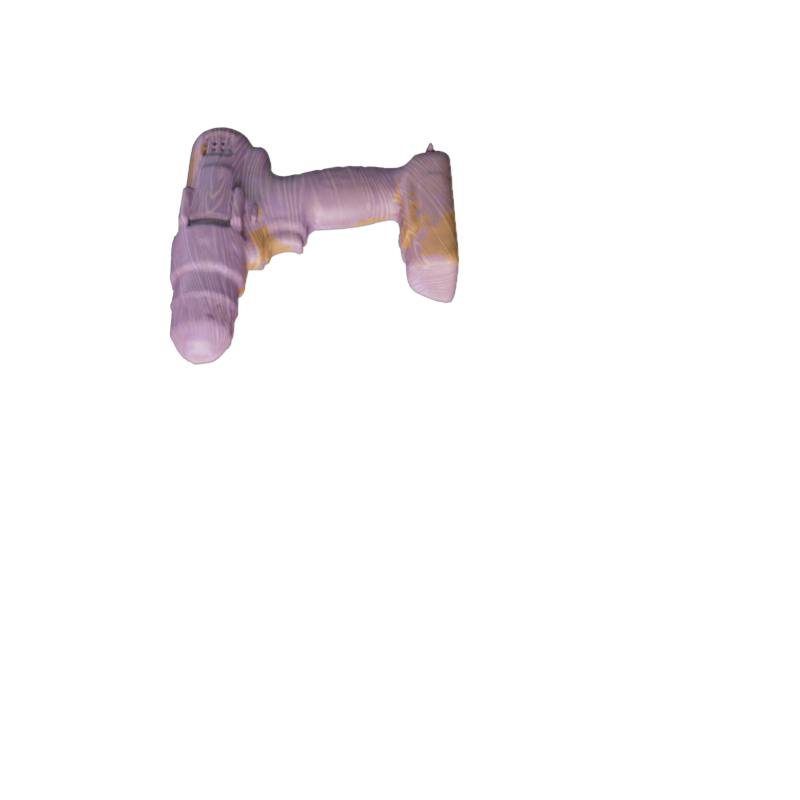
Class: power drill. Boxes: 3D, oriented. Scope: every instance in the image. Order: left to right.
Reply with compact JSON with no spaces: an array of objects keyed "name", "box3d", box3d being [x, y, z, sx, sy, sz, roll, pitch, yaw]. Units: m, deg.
[{"name":"power drill","box3d":[-0.058,-0.105,0.735,0.188,0.197,0.054,1,-33,0]}]
